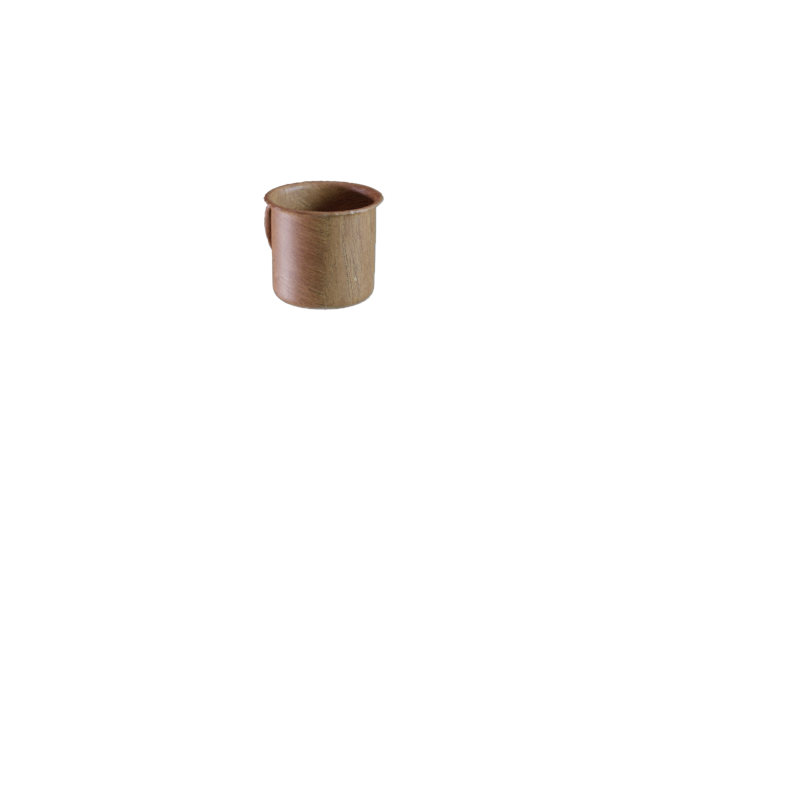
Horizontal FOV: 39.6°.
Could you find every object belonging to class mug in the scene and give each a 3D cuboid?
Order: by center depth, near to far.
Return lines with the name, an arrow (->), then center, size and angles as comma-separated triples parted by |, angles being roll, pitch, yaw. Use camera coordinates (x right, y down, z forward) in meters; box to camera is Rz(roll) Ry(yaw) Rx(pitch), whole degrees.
mug -> -0.069, -0.126, 0.880 | 0.092, 0.078, 0.124 | -20, 31, -40
